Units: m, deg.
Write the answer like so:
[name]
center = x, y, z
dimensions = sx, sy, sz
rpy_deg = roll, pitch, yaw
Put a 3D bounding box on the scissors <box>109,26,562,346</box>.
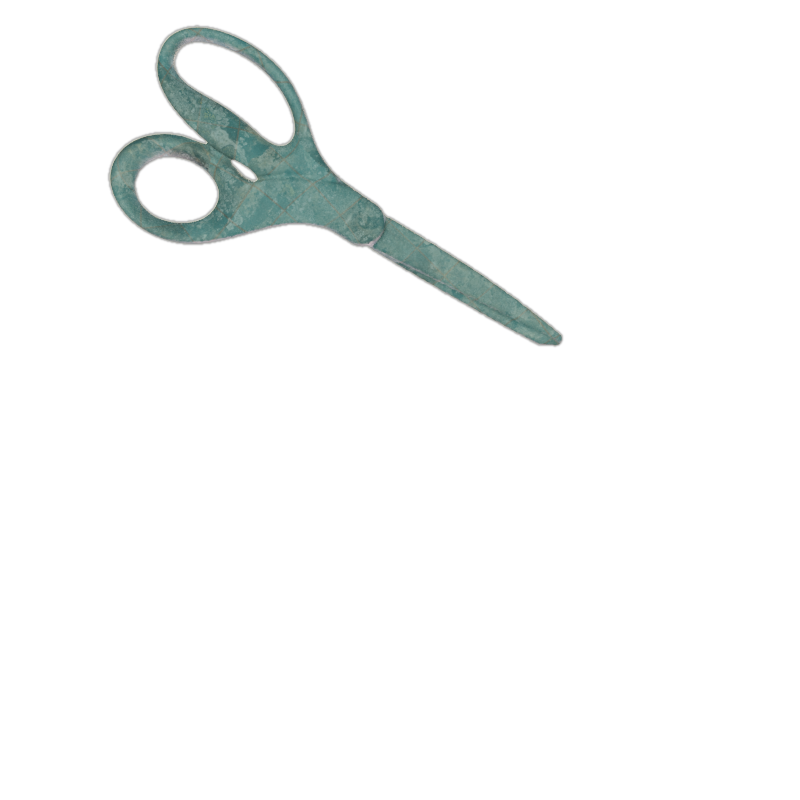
[scissors]
center = -0.036, -0.065, 0.456
dimensions = 0.096, 0.200, 0.016
rpy_deg = -43, 2, 2
